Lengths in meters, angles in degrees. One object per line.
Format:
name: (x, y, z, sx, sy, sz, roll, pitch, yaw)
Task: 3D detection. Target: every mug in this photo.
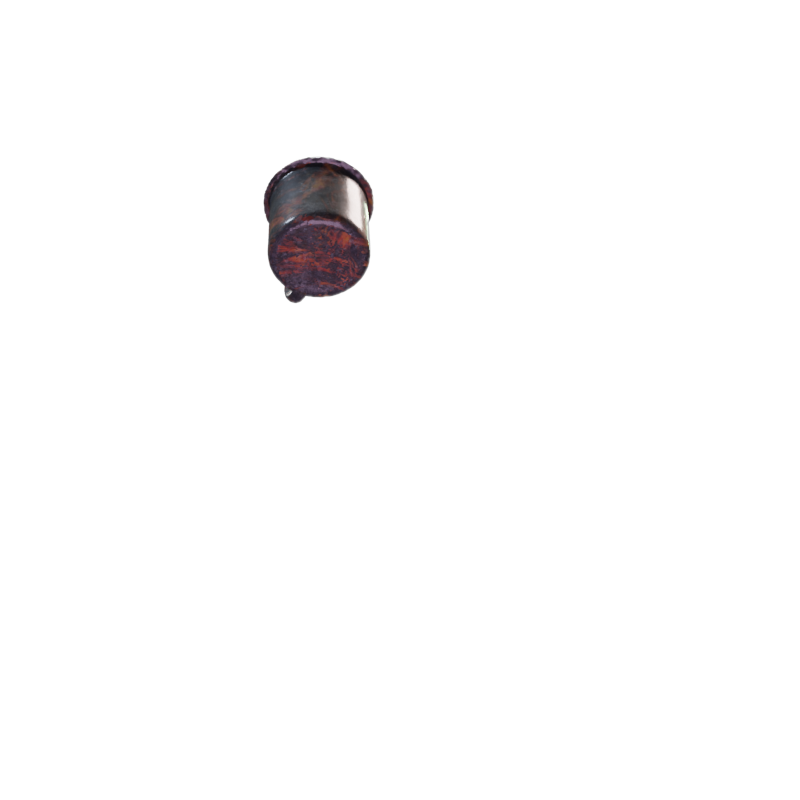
mug: (-0.071, -0.130, 0.908, 0.091, 0.112, 0.087, 18, 36, -16)
